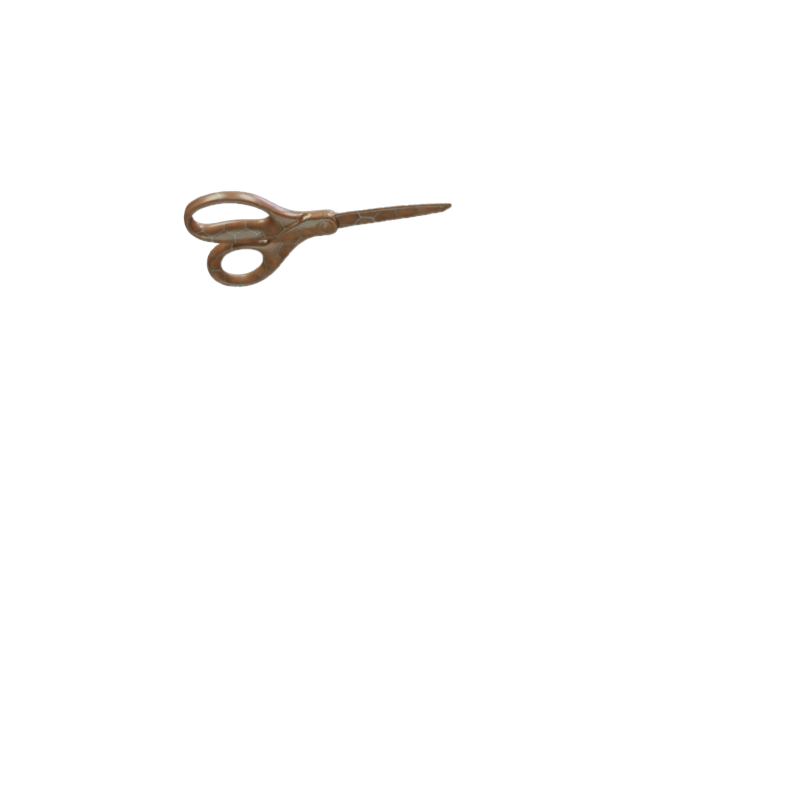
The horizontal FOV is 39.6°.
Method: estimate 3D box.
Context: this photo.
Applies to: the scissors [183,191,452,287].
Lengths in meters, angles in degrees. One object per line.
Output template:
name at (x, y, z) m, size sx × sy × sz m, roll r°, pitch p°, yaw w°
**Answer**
scissors at (-0.067, -0.123, 0.861) m, size 0.200 × 0.090 × 0.017 m, roll 5°, pitch 42°, yaw -4°
